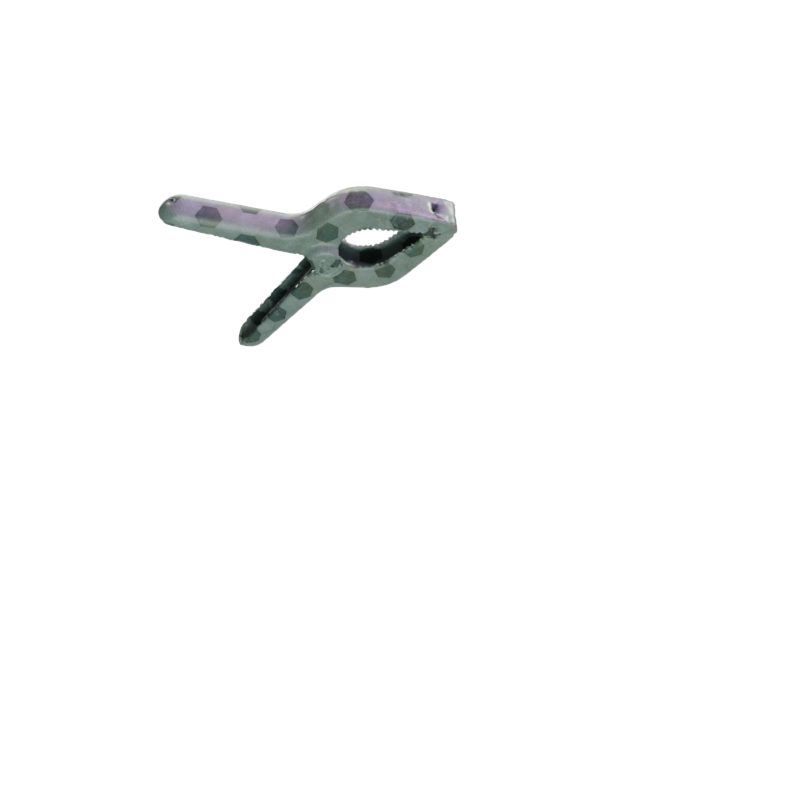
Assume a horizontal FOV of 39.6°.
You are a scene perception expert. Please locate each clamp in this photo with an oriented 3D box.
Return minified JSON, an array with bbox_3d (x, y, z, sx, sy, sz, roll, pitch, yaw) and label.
[{"bbox_3d":[-0.065,-0.118,0.824,0.212,0.039,0.152,-16,-42,19],"label":"clamp"}]
